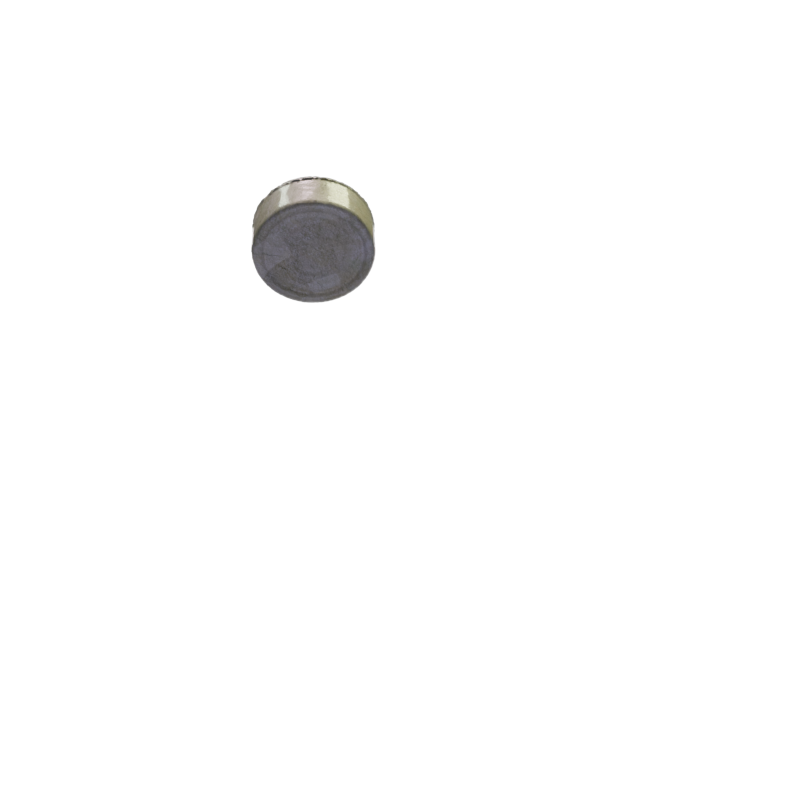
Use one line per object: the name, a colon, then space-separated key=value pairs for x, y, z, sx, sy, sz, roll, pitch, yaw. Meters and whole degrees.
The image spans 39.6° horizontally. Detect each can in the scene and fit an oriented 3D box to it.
can: x=-0.060 y=-0.109 z=0.765 sx=0.086 sy=0.080 sz=0.036 roll=1 pitch=38 yaw=-1
